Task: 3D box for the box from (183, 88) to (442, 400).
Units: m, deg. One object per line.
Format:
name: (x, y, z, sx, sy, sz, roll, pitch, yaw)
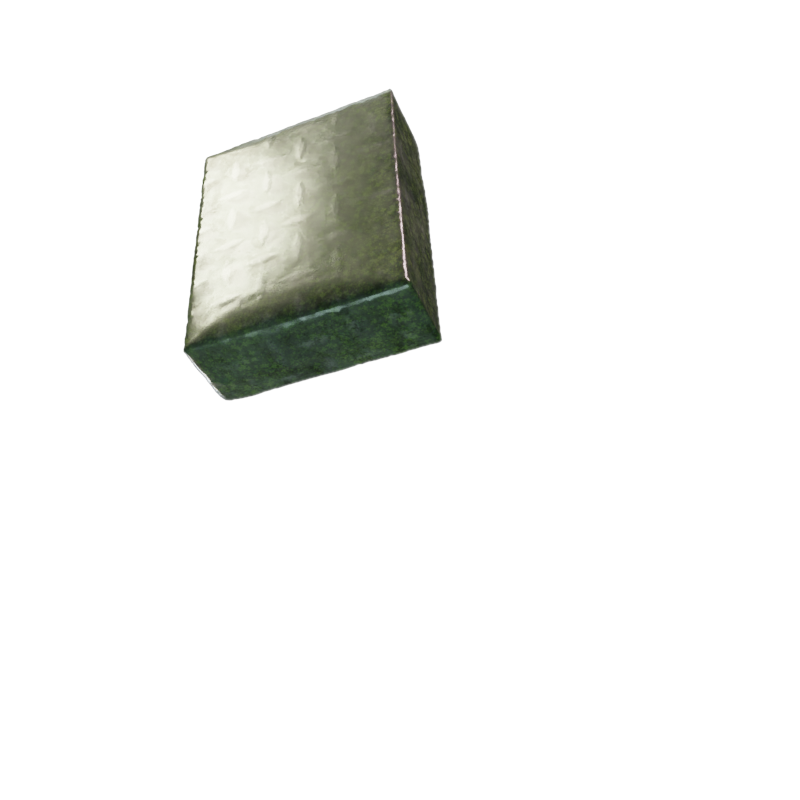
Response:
box: (-0.063, -0.116, 0.811, 0.165, 0.230, 0.066, -17, -46, 14)
